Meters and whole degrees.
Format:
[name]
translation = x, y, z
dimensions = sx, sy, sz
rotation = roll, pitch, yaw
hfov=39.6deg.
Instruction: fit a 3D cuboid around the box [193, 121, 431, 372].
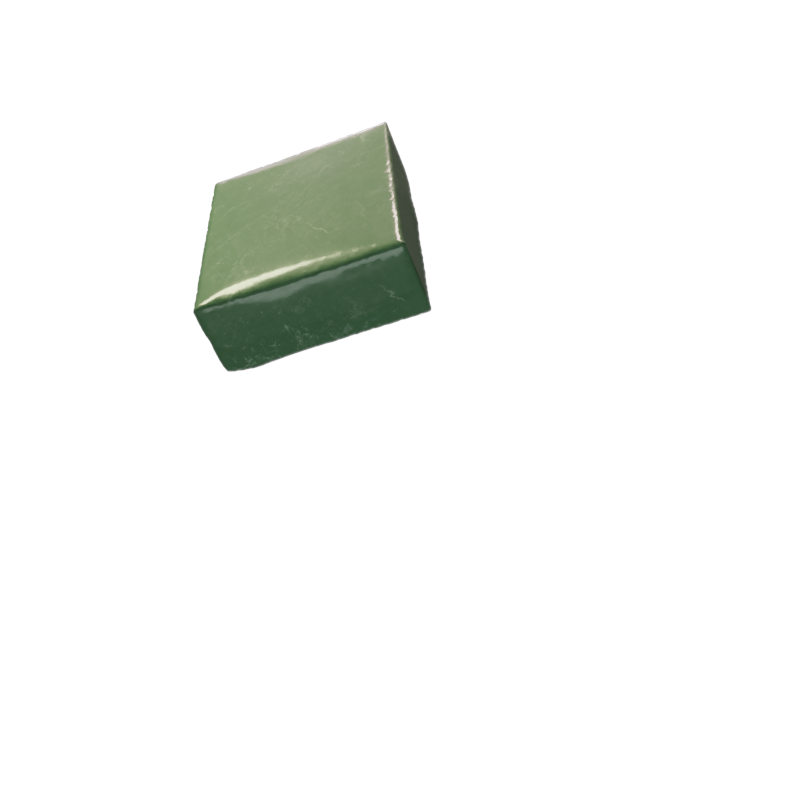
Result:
[box]
translation = -0.070, -0.127, 0.889
dimensions = 0.165, 0.067, 0.228
rotation = -18, 34, 9
